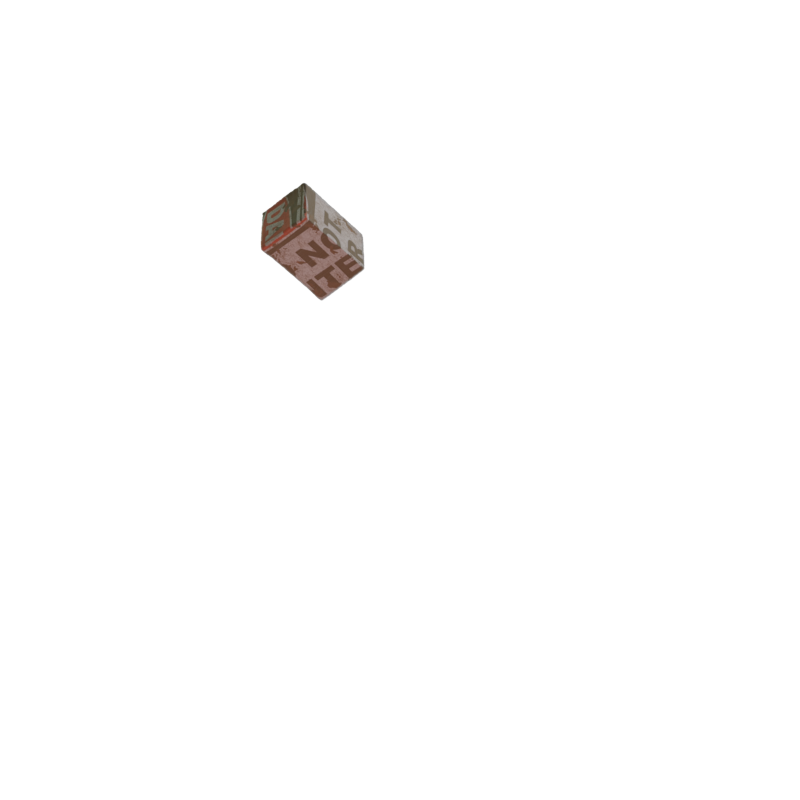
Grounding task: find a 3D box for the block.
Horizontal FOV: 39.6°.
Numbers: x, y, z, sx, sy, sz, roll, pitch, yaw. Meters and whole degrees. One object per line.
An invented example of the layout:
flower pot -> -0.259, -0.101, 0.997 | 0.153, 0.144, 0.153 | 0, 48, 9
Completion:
block -> -0.074, -0.136, 0.951 | 0.052, 0.055, 0.073 | -34, -57, 24
